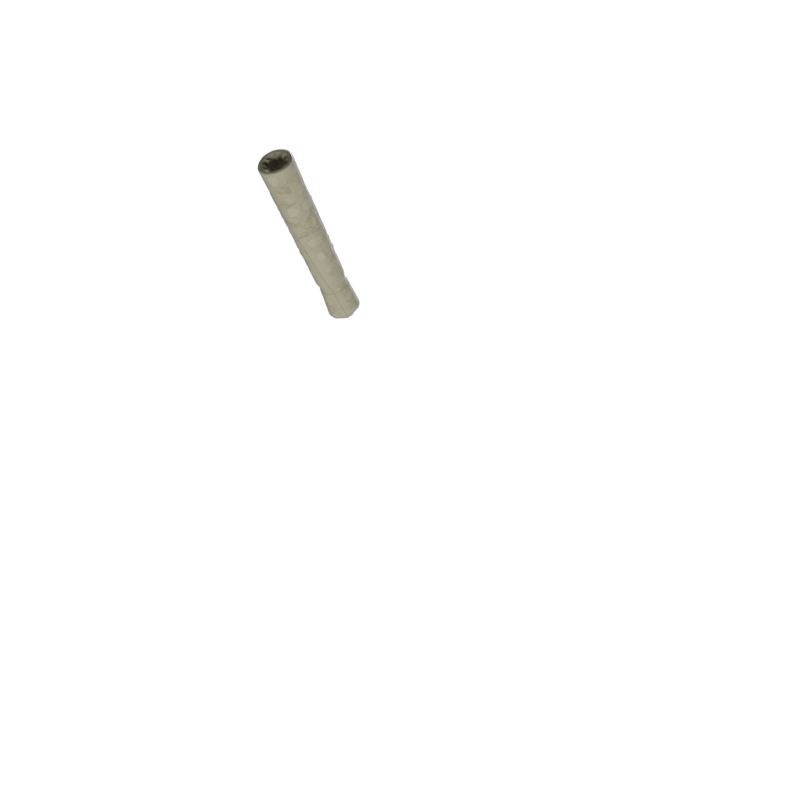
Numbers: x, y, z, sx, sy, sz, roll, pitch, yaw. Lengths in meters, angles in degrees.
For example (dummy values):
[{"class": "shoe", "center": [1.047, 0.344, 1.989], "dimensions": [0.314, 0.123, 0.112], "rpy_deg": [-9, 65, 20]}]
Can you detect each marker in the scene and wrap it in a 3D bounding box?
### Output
[{"class": "marker", "center": [-0.046, -0.084, 0.591], "dimensions": [0.020, 0.021, 0.111], "rpy_deg": [2, -37, 23]}]
